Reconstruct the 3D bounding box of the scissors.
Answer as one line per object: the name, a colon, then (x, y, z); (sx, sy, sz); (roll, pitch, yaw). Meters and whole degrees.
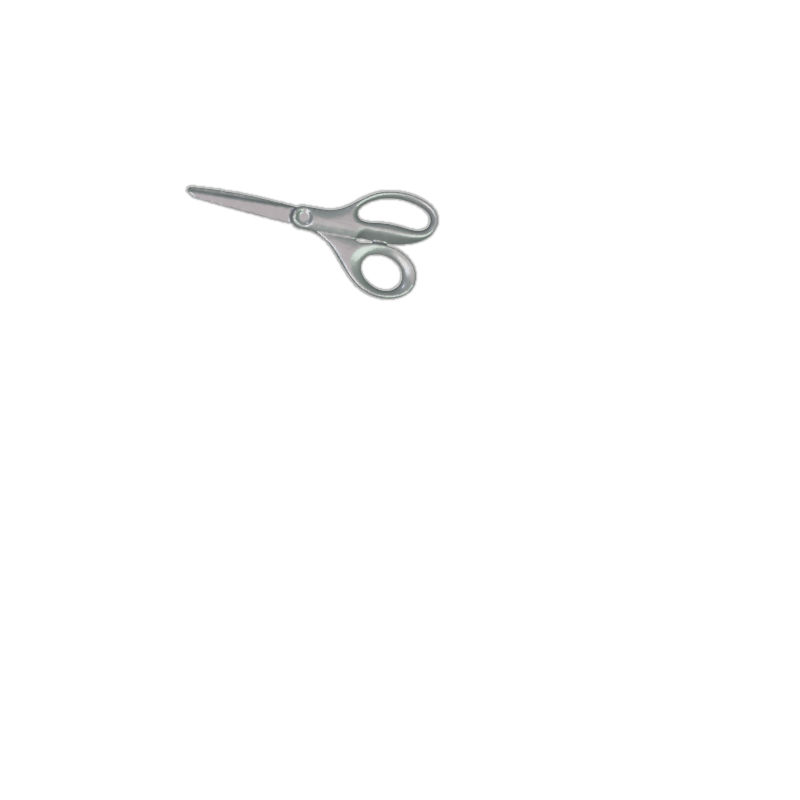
scissors: (-0.070, -0.127, 0.890); (0.201, 0.098, 0.015); (-2, -7, 0)
